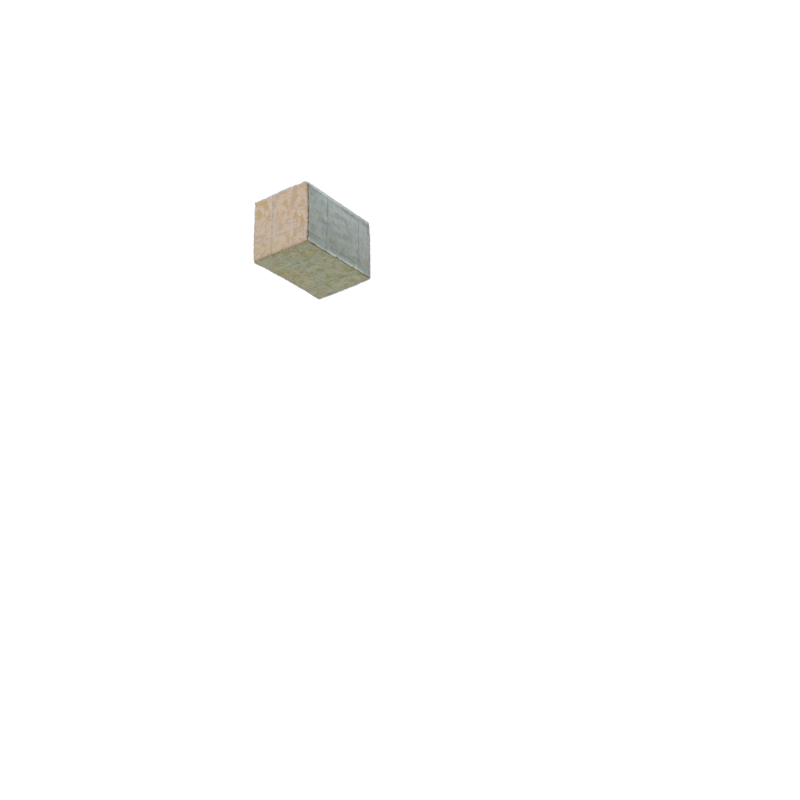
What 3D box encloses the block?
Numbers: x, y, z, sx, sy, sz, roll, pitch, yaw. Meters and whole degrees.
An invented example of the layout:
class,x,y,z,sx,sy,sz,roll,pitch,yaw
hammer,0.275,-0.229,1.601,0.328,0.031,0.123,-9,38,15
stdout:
class,x,y,z,sx,sy,sz,roll,pitch,yaw
block,-0.065,-0.118,0.825,0.053,0.054,0.073,-19,-31,32
